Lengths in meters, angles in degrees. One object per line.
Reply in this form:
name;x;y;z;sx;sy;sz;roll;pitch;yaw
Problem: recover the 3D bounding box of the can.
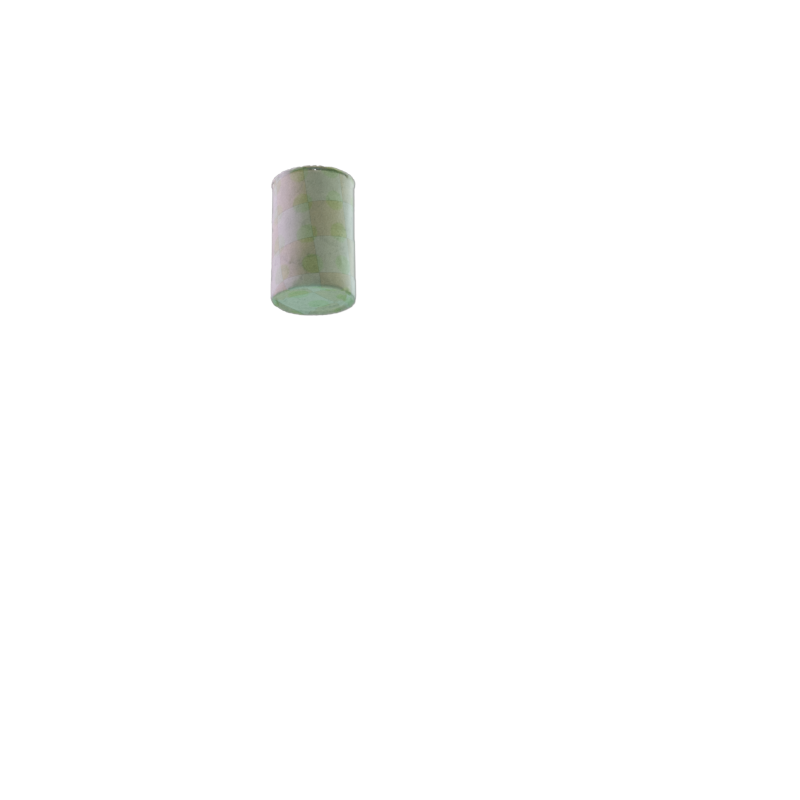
can;-0.069;-0.125;0.877;0.068;0.107;0.065;0;-21;-2
